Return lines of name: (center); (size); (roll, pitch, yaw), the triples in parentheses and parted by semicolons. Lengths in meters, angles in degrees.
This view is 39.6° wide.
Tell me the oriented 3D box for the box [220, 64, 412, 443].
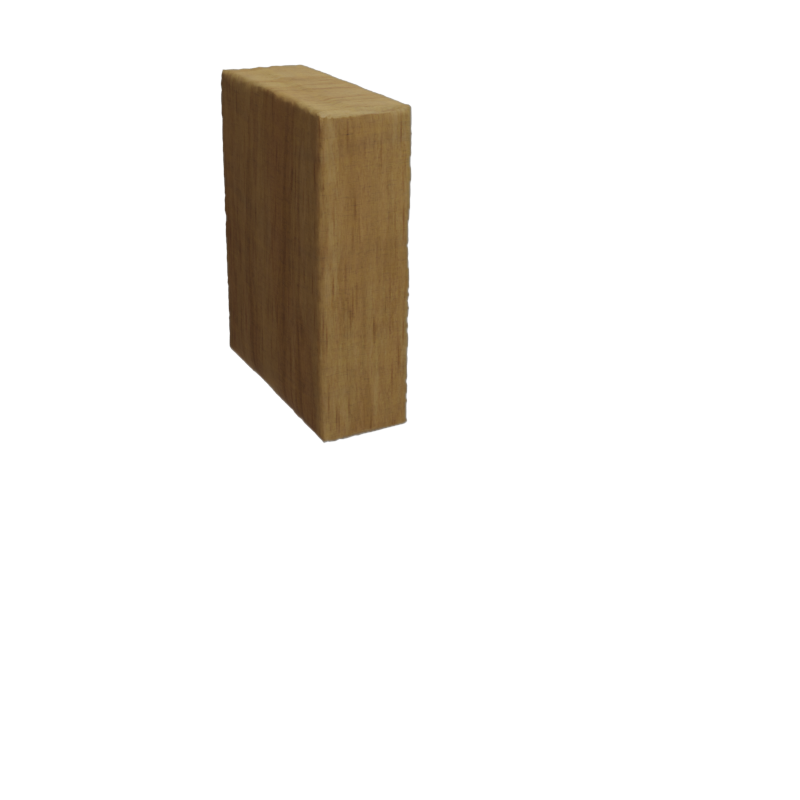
box: (-0.058, -0.106, 0.744); (0.070, 0.204, 0.176); (-9, 24, -26)
